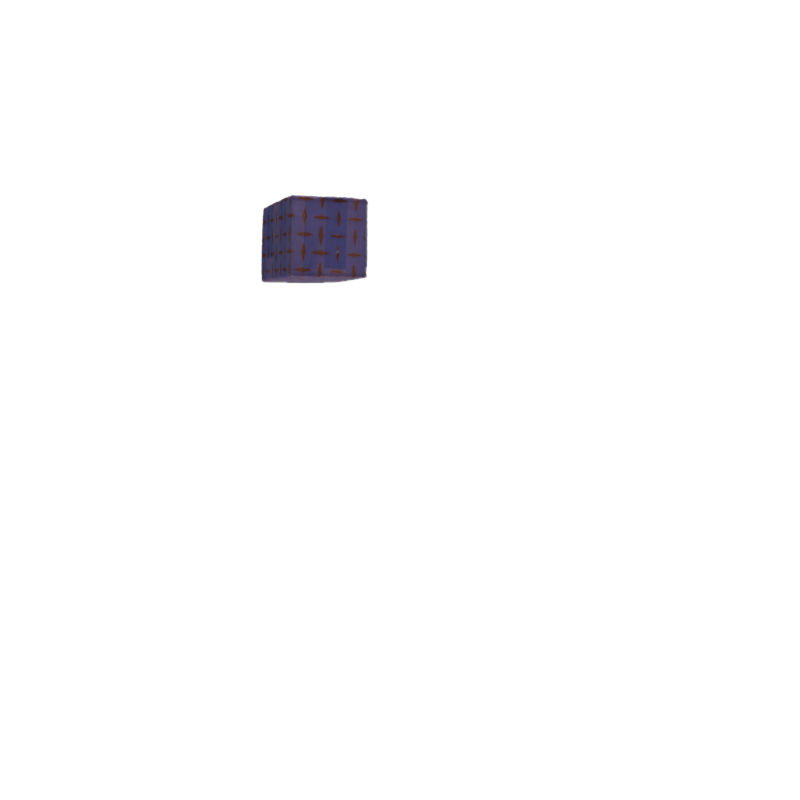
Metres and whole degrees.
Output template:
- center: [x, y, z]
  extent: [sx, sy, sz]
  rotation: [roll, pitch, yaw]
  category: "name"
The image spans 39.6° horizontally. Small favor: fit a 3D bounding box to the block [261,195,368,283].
- center: [-0.057, -0.104, 0.730]
  extent: [0.051, 0.052, 0.079]
  rotation: [0, 0, -20]
  category: "block"
